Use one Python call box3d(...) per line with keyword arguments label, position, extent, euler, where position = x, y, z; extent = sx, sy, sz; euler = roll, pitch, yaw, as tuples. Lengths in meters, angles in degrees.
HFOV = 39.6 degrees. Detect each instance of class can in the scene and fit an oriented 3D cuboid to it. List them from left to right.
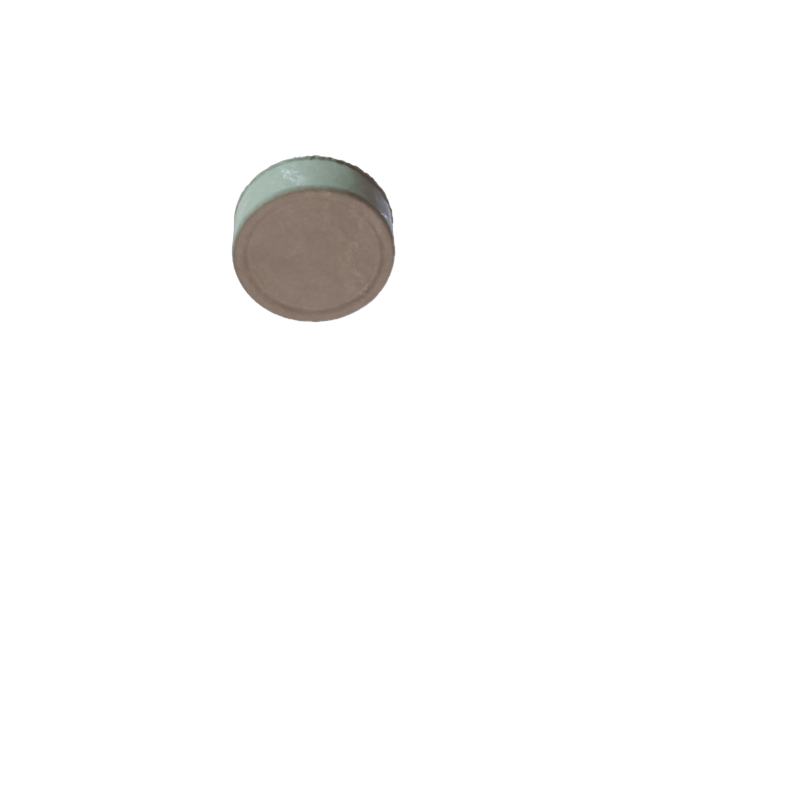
box3d(label="can", position=(-0.046, -0.083, 0.582), extent=(0.086, 0.080, 0.036), euler=(1, 37, -1))
